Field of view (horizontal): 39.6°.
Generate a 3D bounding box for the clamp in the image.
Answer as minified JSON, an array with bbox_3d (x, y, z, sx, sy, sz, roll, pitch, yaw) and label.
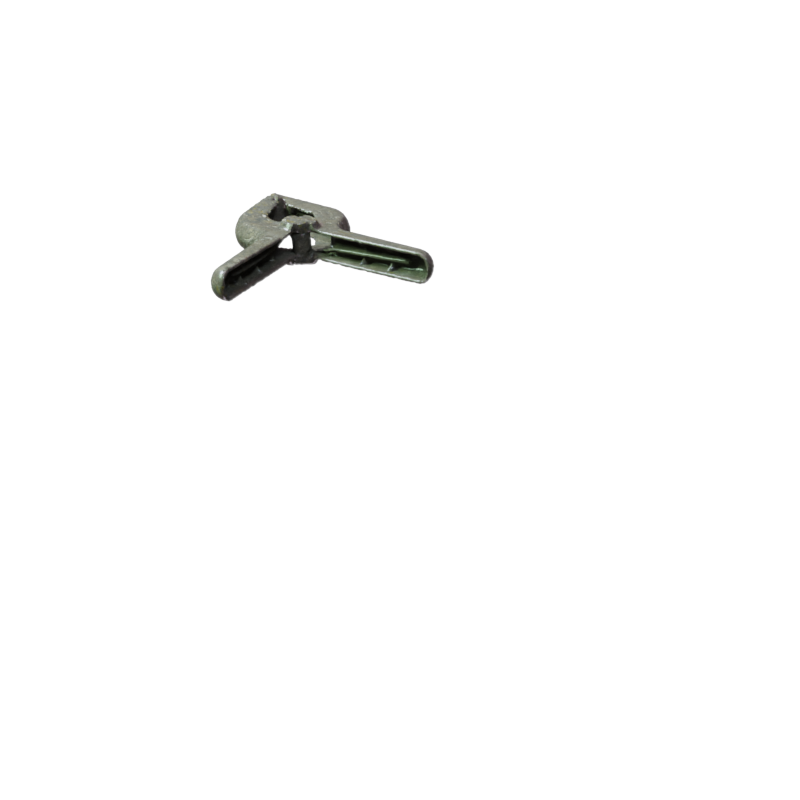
[{"bbox_3d":[-0.069,-0.127,0.888,0.163,0.035,0.222,-3,24,-7],"label":"clamp"}]
